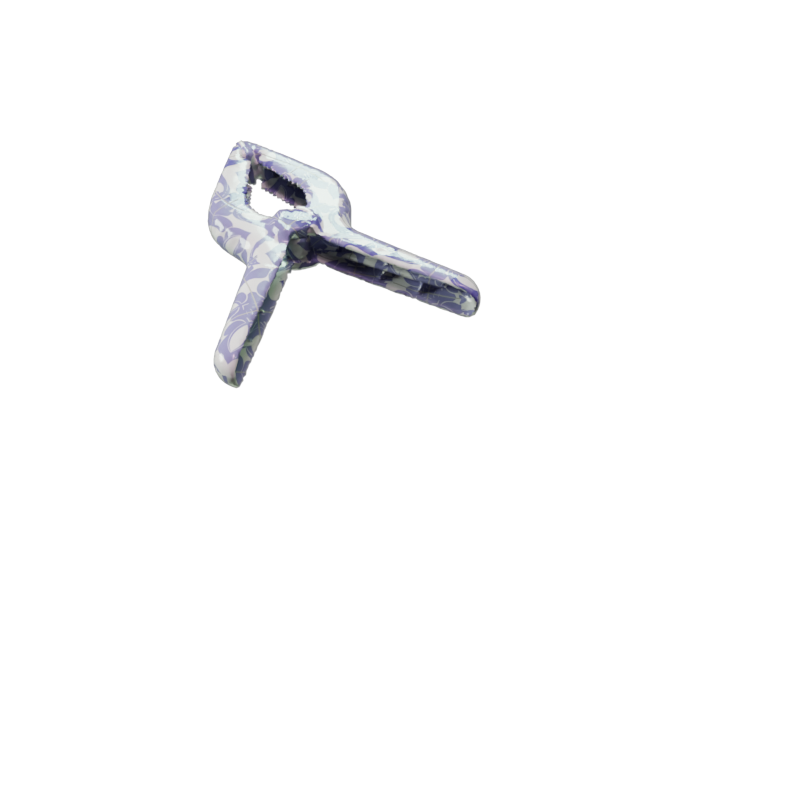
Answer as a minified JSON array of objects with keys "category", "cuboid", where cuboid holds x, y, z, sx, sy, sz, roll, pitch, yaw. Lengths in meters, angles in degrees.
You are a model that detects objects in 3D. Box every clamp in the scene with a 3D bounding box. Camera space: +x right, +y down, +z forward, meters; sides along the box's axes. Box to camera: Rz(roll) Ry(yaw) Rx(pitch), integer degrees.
[{"category":"clamp","cuboid":[-0.055,-0.101,0.706,0.163,0.034,0.228,-12,45,-12]}]
